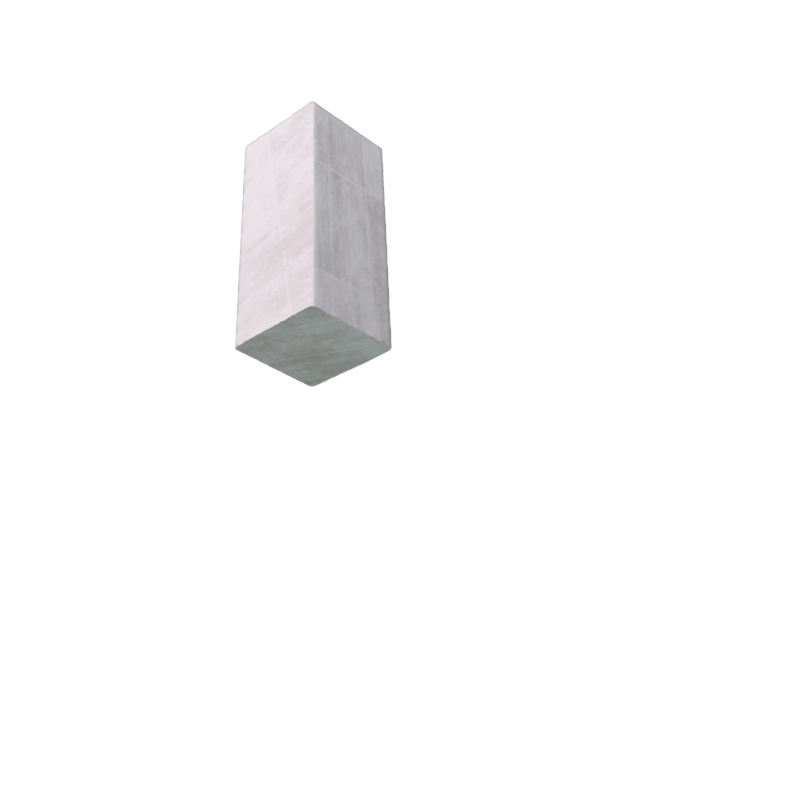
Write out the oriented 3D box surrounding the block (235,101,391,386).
[{"bbox_3d":[-0.072,-0.131,0.917,0.090,0.220,0.085,-28,-41,34],"label":"block"}]
